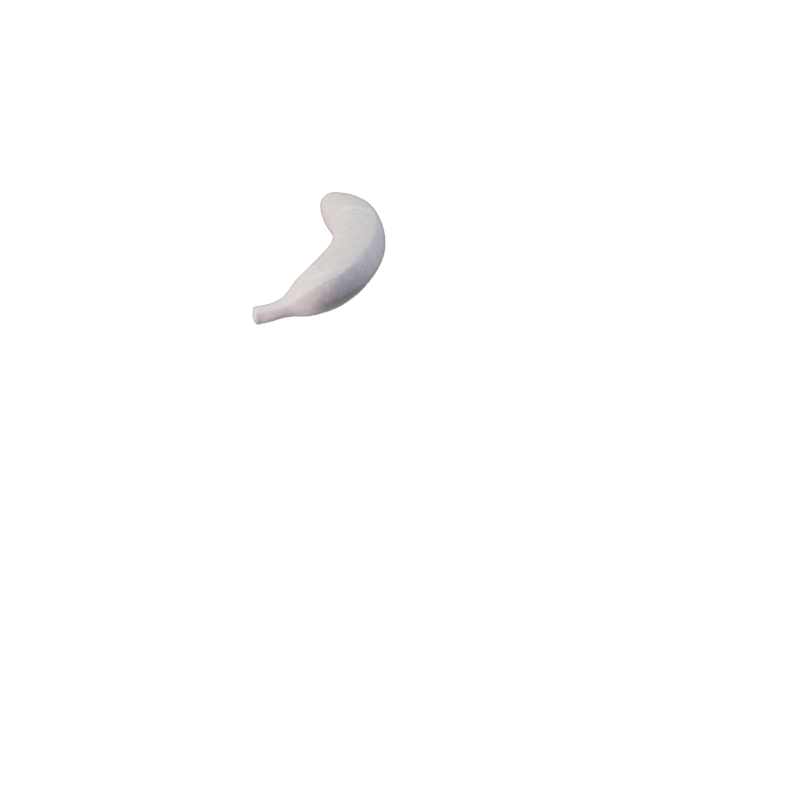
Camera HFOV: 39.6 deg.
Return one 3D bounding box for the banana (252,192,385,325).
[{"bbox_3d":[-0.044,-0.108,0.778,0.071,0.035,0.206,5,30,9],"label":"banana"}]
